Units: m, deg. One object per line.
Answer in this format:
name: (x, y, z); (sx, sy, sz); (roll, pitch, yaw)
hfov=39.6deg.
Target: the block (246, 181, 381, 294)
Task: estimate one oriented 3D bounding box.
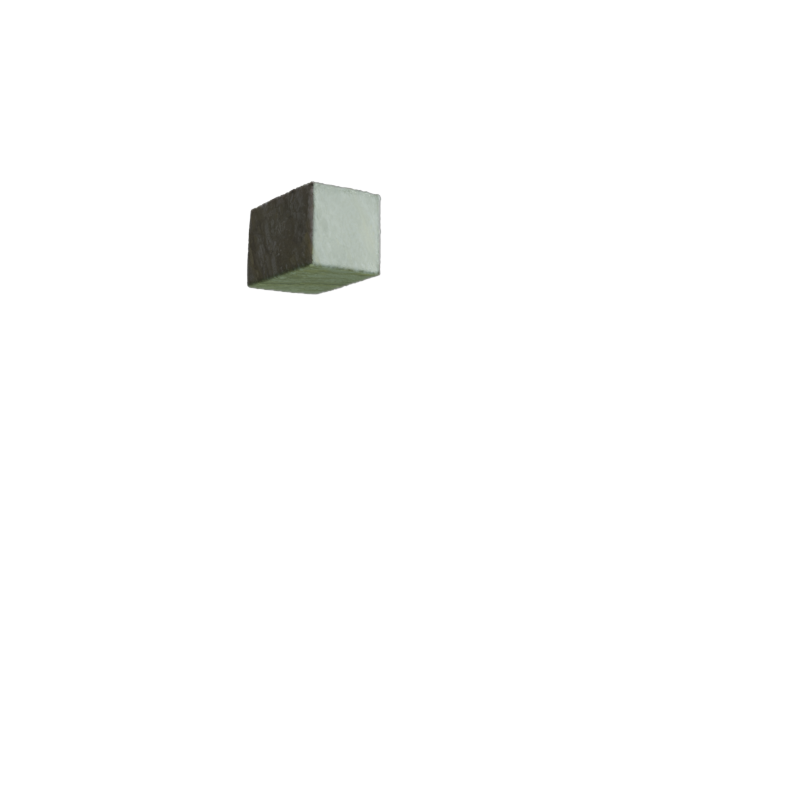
block: (-0.054, -0.098, 0.689); (0.050, 0.053, 0.079); (7, -11, -35)
